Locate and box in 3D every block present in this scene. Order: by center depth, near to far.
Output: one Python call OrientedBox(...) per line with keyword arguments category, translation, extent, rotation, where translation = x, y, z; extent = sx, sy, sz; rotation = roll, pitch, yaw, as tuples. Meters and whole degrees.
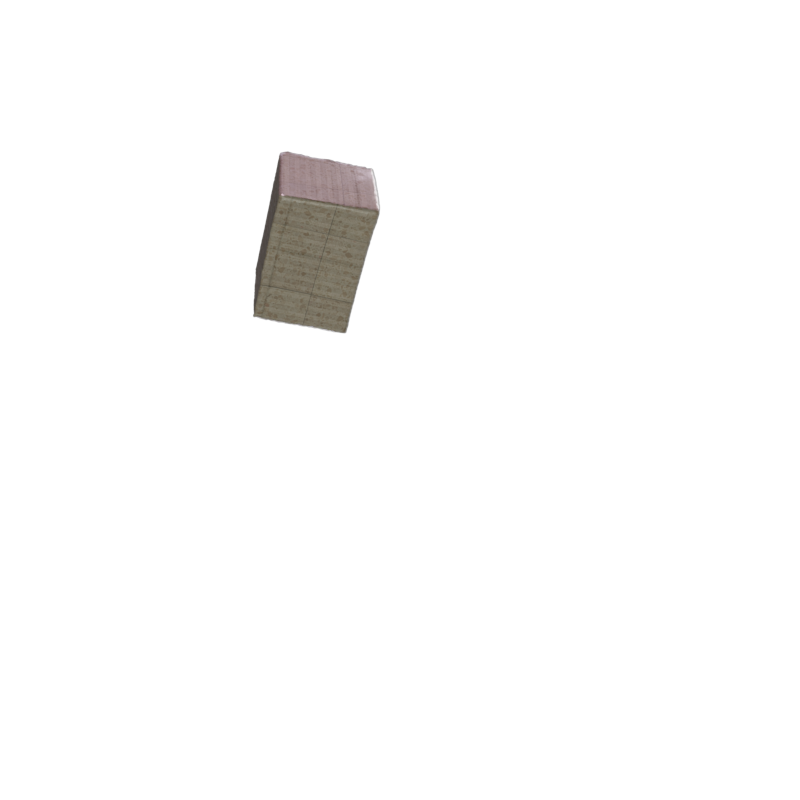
OrientedBox(category="block", translation=(-0.046, -0.084, 0.585), extent=(0.052, 0.074, 0.055), rotation=(11, 34, -10))
